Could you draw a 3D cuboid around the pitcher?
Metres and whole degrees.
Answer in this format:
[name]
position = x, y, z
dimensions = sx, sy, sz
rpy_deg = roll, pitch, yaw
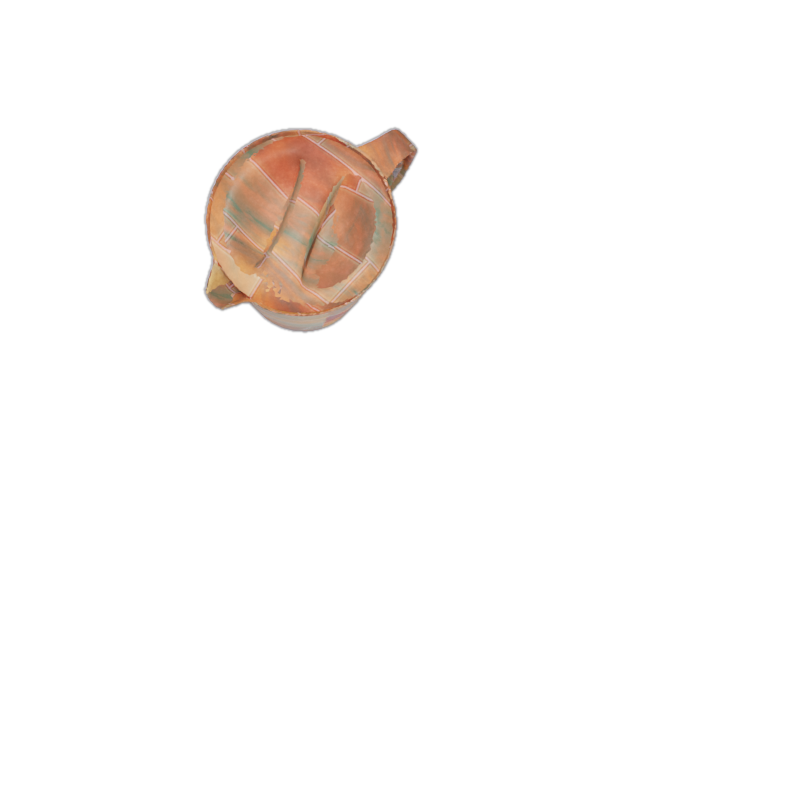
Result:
[pitcher]
position = -0.069, -0.126, 0.881
dimensions = 0.149, 0.148, 0.239
rpy_deg = 3, -4, -3
